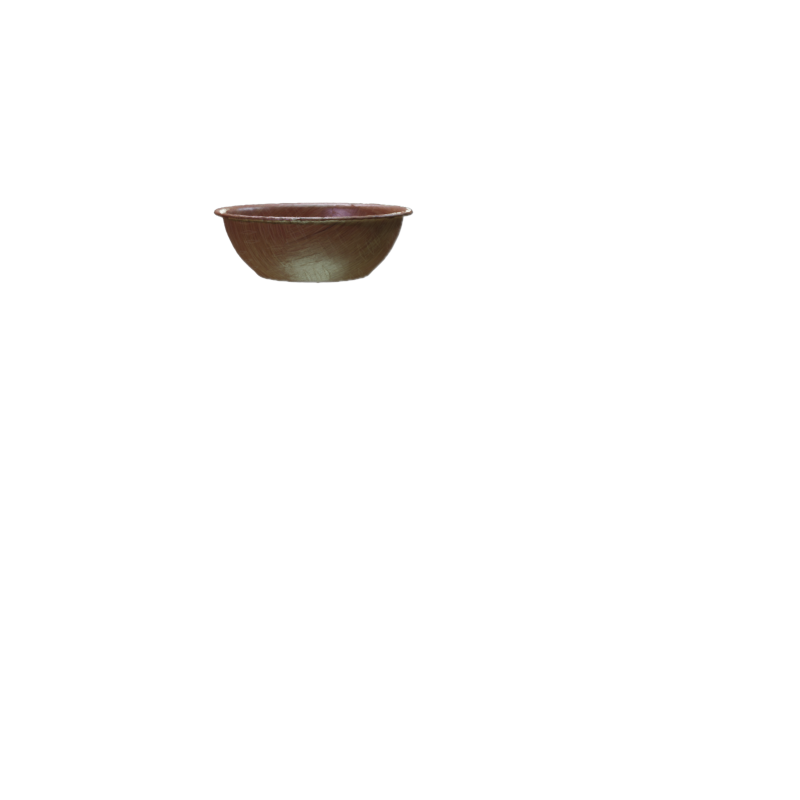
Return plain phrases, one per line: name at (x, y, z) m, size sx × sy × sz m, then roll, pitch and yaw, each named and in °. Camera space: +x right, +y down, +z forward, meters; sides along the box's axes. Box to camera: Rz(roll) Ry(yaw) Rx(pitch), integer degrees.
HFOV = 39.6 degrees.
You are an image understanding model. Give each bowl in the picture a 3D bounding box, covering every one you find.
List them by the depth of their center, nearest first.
bowl at (-0.071, -0.129, 0.903) m, size 0.162 × 0.054 × 0.166 m, roll 0°, pitch 14°, yaw -2°
